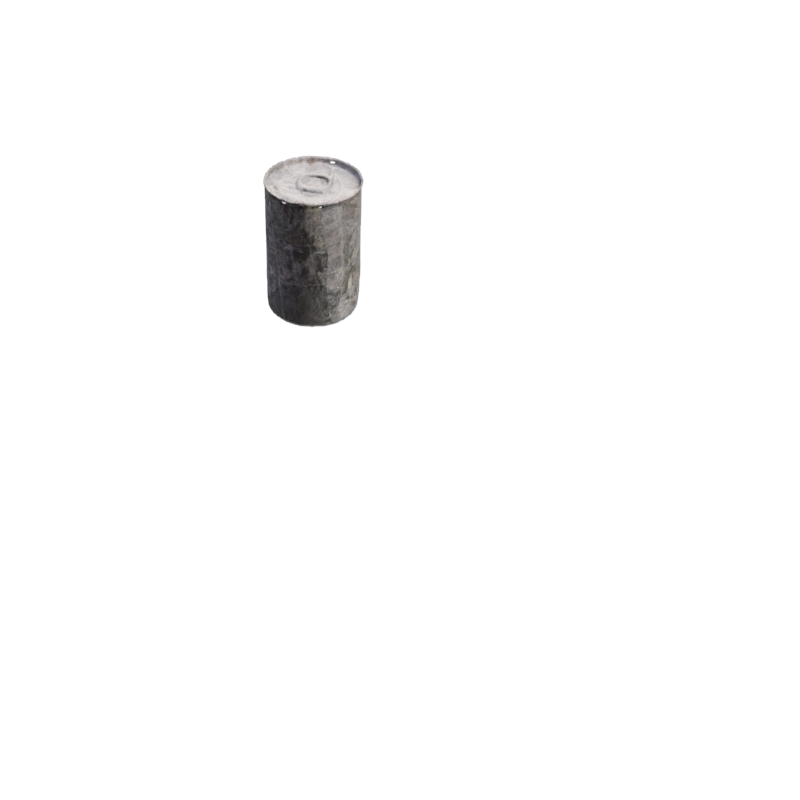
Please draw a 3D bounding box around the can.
[{"bbox_3d":[-0.061,-0.111,0.779,0.068,0.096,0.073,0,36,-3],"label":"can"}]
